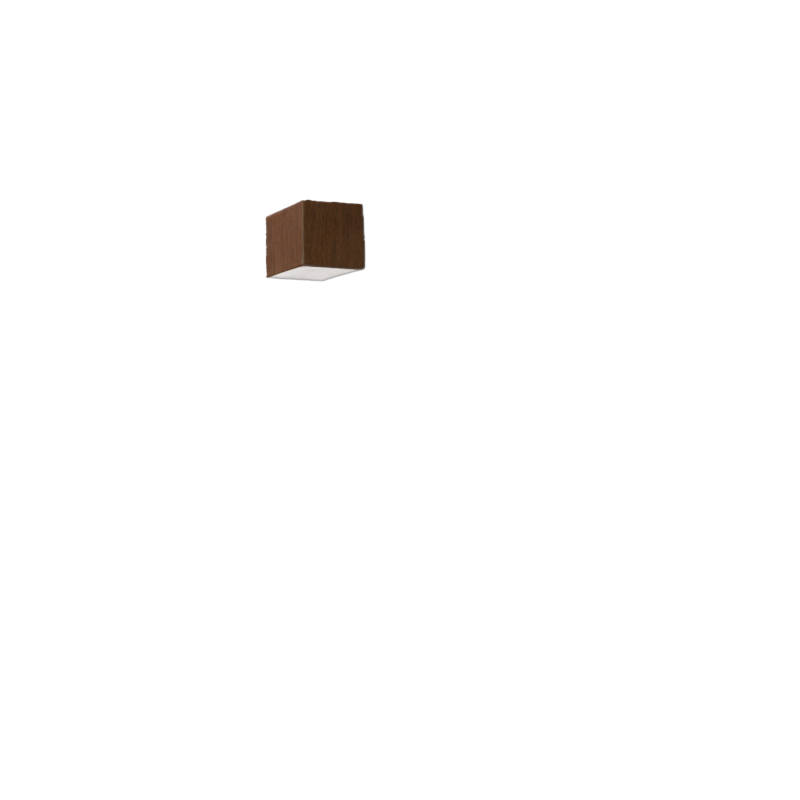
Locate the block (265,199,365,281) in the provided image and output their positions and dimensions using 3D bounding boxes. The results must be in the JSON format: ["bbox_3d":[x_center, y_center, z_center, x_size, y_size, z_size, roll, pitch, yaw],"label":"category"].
[{"bbox_3d":[-0.067,-0.123,0.859,0.051,0.052,0.079,2,-4,-28],"label":"block"}]
